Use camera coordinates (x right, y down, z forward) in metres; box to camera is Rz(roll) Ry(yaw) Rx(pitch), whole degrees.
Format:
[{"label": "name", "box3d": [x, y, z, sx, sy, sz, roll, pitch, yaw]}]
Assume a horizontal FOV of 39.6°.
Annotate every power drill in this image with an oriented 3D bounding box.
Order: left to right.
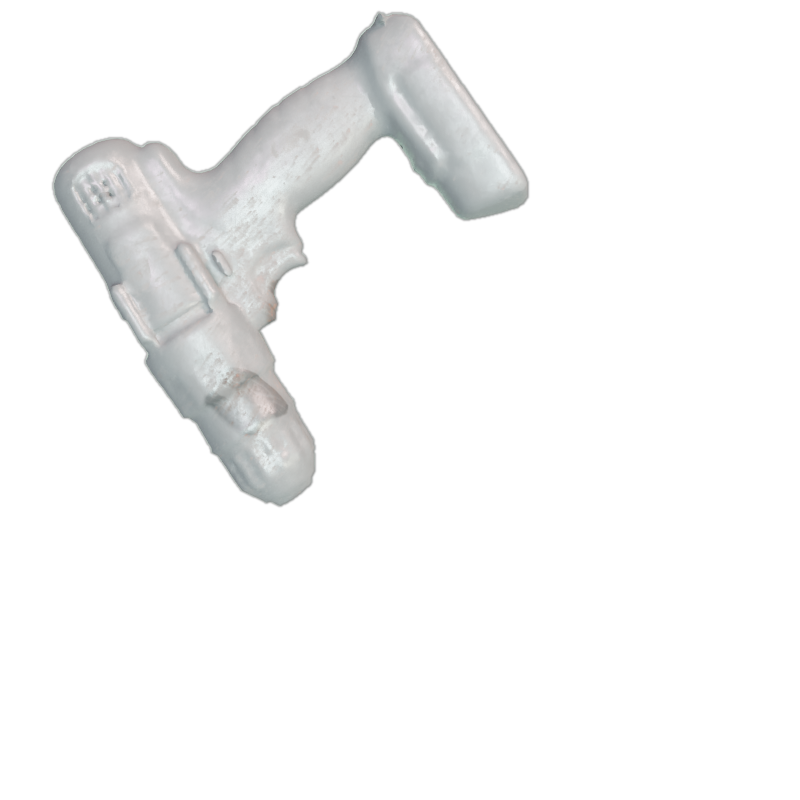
[{"label": "power drill", "box3d": [-0.039, -0.072, 0.504, 0.187, 0.186, 0.057, -33, -3, -2]}]
